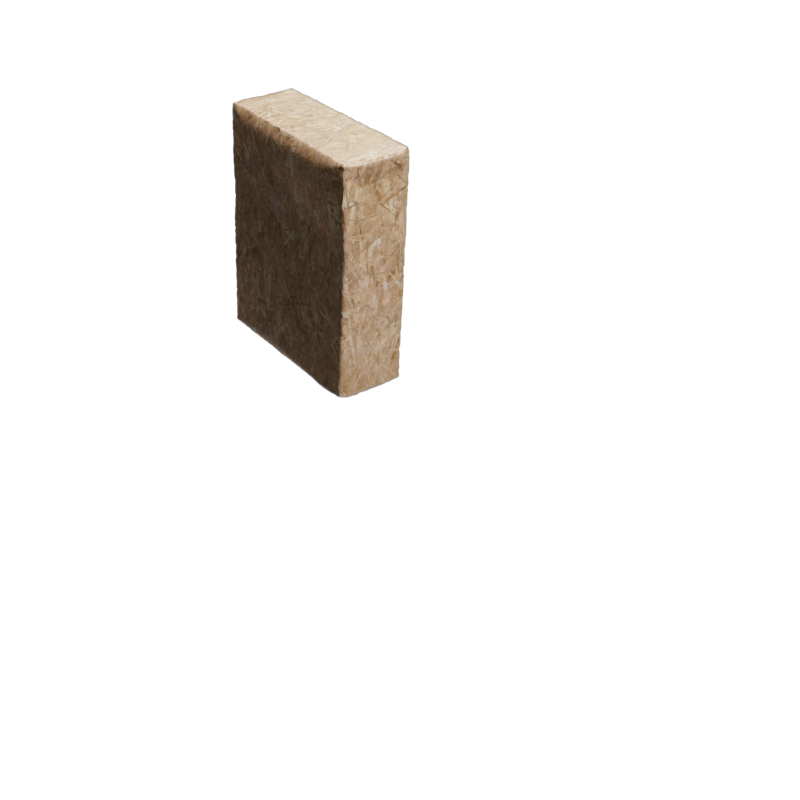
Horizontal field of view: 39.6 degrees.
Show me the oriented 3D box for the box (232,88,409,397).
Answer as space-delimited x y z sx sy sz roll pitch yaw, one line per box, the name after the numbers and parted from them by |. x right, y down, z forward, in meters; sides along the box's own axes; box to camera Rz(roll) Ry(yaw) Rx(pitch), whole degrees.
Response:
-0.073 -0.133 0.929 0.071 0.201 0.176 -19 37 -32 | box
